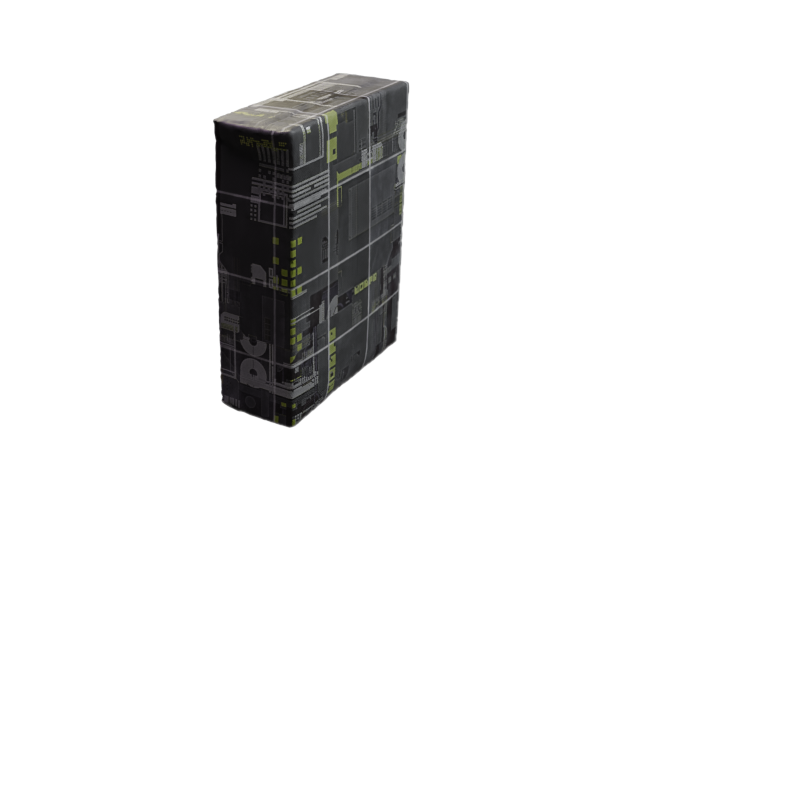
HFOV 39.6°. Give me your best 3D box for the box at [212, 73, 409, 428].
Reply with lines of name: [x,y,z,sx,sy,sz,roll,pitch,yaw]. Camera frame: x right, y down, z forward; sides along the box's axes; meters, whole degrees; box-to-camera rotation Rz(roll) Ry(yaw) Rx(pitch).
box: [-0.063,-0.114,0.800,0.075,0.203,0.165,13,27,25]
